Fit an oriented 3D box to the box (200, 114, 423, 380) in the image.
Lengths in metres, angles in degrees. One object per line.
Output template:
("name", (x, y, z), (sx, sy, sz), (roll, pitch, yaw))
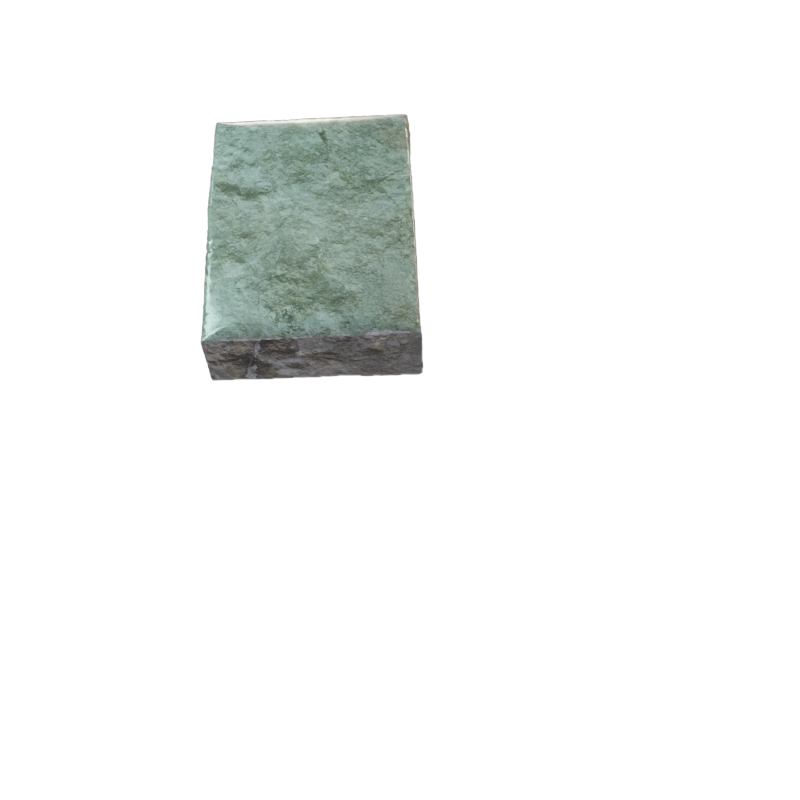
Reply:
("box", (-0.069, -0.126, 0.879), (0.164, 0.228, 0.067), (-3, -32, 2))
